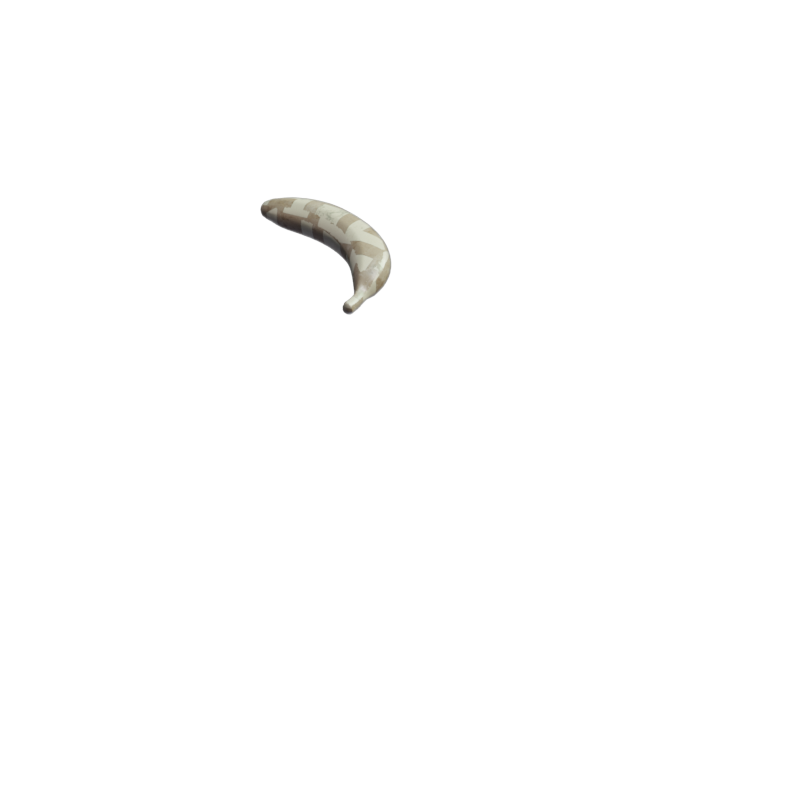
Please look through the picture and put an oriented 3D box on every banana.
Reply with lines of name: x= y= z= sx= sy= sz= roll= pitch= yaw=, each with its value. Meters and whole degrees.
banana: x=-0.059 y=-0.143 z=0.986 sx=0.068 sy=0.034 sz=0.213 roll=-14 pitch=36 yaw=-22
